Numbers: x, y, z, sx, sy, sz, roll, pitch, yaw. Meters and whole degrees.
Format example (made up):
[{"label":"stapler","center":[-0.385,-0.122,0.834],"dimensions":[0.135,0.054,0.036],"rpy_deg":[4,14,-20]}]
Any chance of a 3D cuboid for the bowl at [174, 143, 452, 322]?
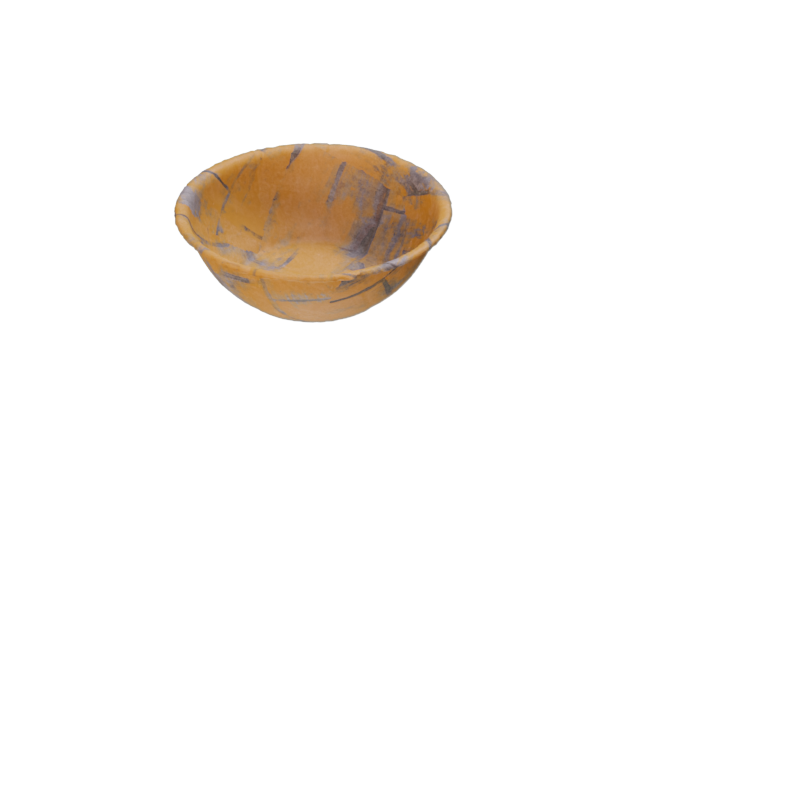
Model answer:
[{"label":"bowl","center":[-0.052,-0.094,0.658],"dimensions":[0.162,0.051,0.173],"rpy_deg":[-1,37,-2]}]
